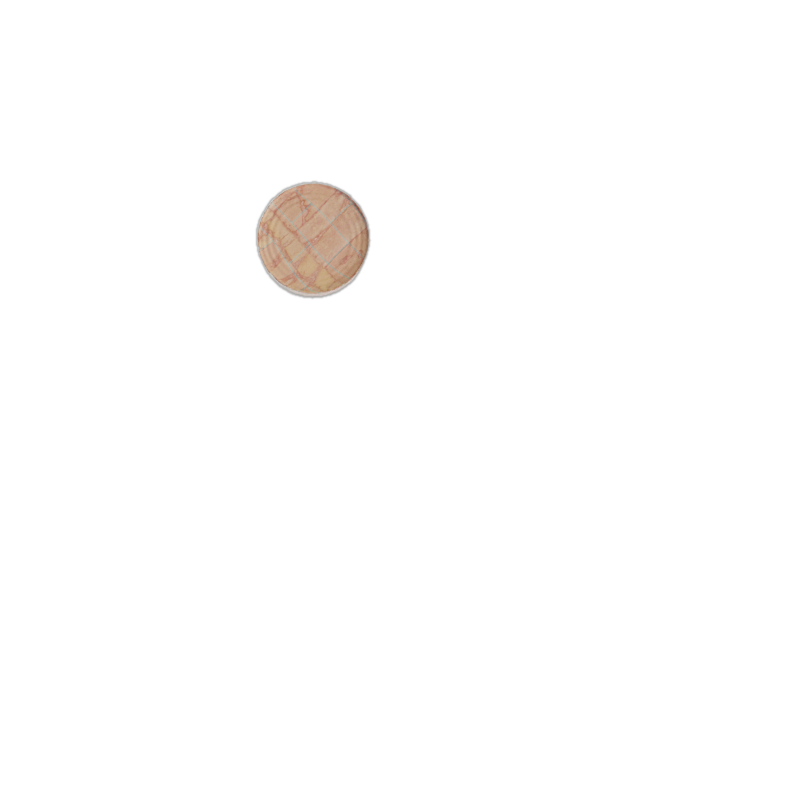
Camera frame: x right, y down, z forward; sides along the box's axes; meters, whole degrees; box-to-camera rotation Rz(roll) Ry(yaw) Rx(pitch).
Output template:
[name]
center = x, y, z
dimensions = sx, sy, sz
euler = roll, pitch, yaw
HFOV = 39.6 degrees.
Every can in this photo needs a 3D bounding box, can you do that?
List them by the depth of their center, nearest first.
[can]
center = -0.067, -0.122, 0.857
dimensions = 0.086, 0.088, 0.033
euler = 0, -10, -1
